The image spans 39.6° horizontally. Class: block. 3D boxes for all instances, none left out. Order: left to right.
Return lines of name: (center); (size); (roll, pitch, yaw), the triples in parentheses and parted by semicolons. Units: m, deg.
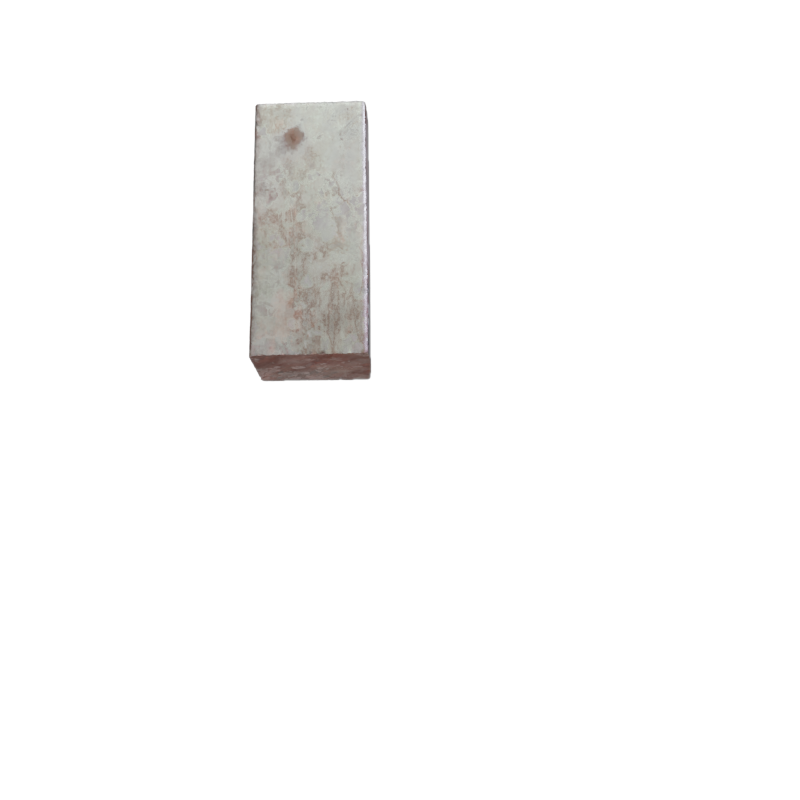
block: (-0.069, -0.126, 0.886); (0.091, 0.215, 0.086); (-2, -18, 1)
